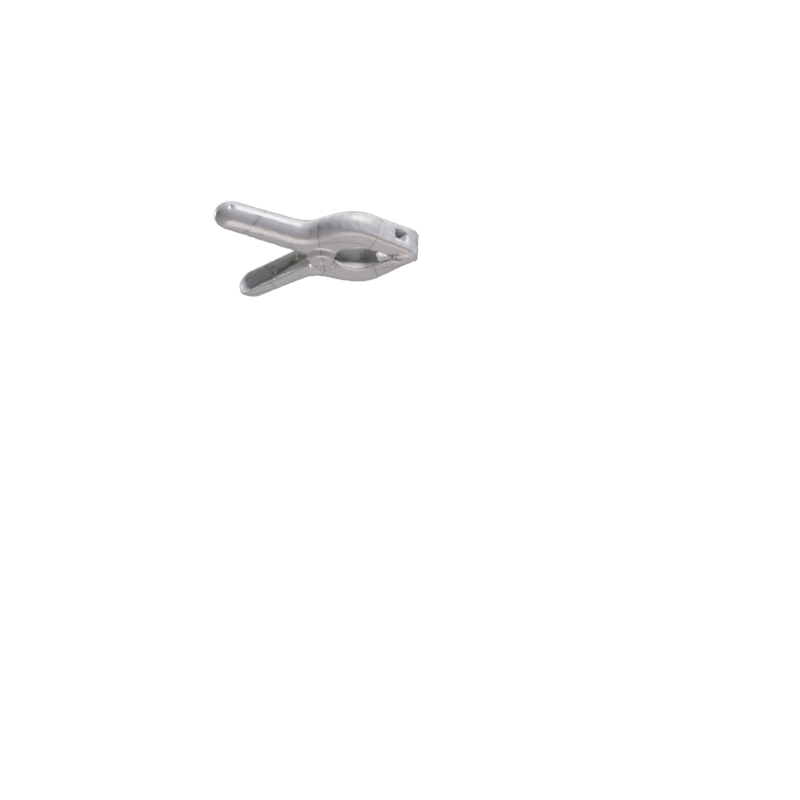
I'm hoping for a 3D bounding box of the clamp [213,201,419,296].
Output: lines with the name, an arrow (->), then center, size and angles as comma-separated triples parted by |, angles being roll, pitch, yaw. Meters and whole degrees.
clamp -> -0.074, -0.134, 0.940 | 0.174, 0.042, 0.111 | -7, -27, 14
